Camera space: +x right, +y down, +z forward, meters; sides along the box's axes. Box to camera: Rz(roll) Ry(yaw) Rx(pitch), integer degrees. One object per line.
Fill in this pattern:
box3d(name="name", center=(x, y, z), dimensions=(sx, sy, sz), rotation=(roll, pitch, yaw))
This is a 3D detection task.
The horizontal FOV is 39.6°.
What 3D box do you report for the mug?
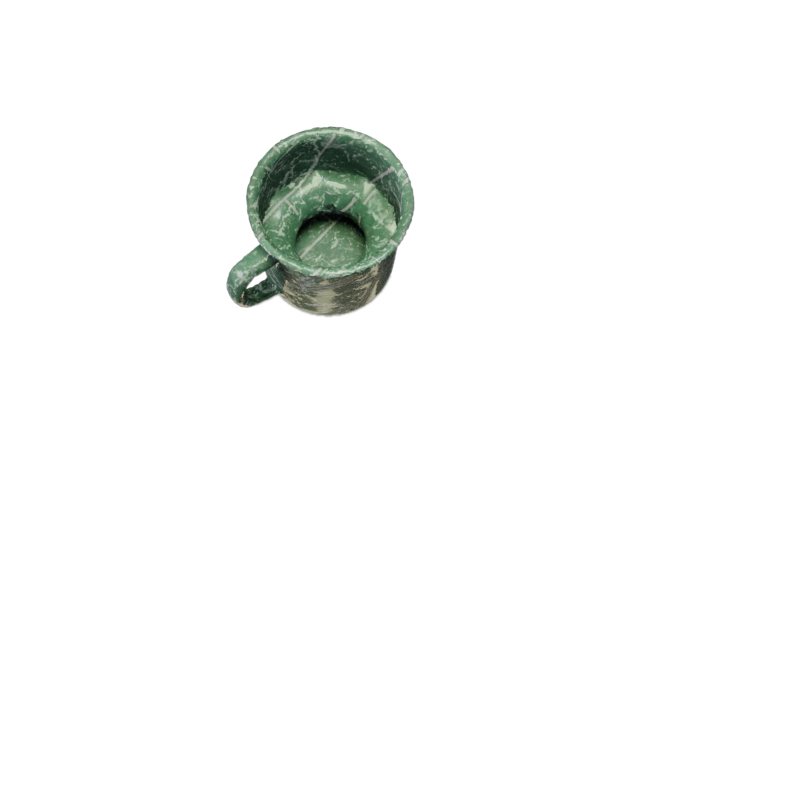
box3d(name="mug", center=(-0.050, -0.092, 0.645), dimensions=(0.118, 0.097, 0.078), rotation=(-39, -15, -15))
